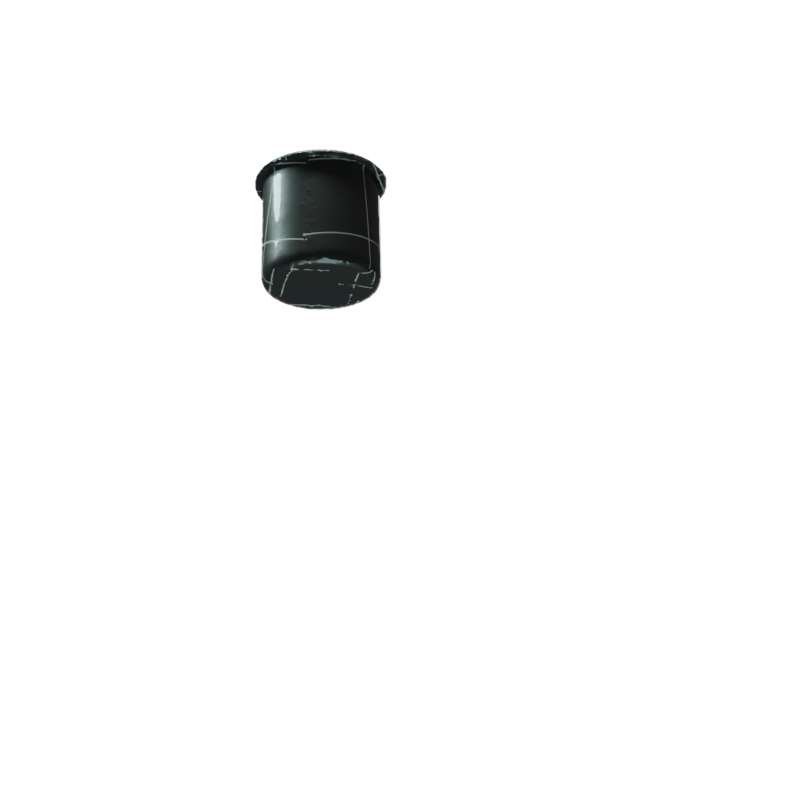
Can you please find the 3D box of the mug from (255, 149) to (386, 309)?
[{"bbox_3d":[-0.061,-0.111,0.774,0.089,0.086,0.116,12,-26,-27],"label":"mug"}]
